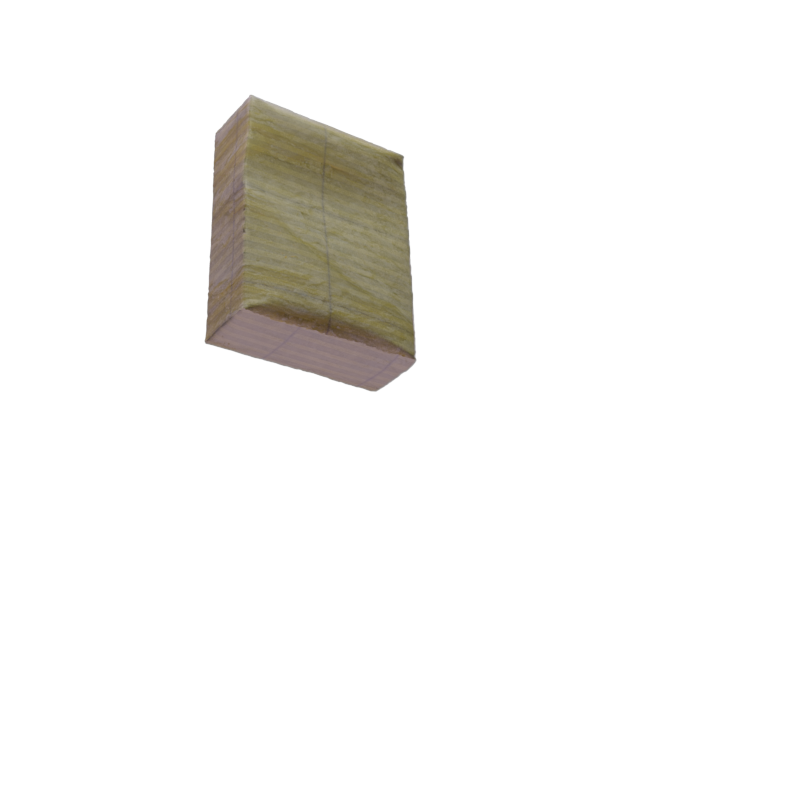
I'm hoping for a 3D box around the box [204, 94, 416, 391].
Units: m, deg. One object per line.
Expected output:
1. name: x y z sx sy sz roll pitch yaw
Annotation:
1. box: -0.072 -0.132 0.921 0.156 0.228 0.071 17 -36 -28
